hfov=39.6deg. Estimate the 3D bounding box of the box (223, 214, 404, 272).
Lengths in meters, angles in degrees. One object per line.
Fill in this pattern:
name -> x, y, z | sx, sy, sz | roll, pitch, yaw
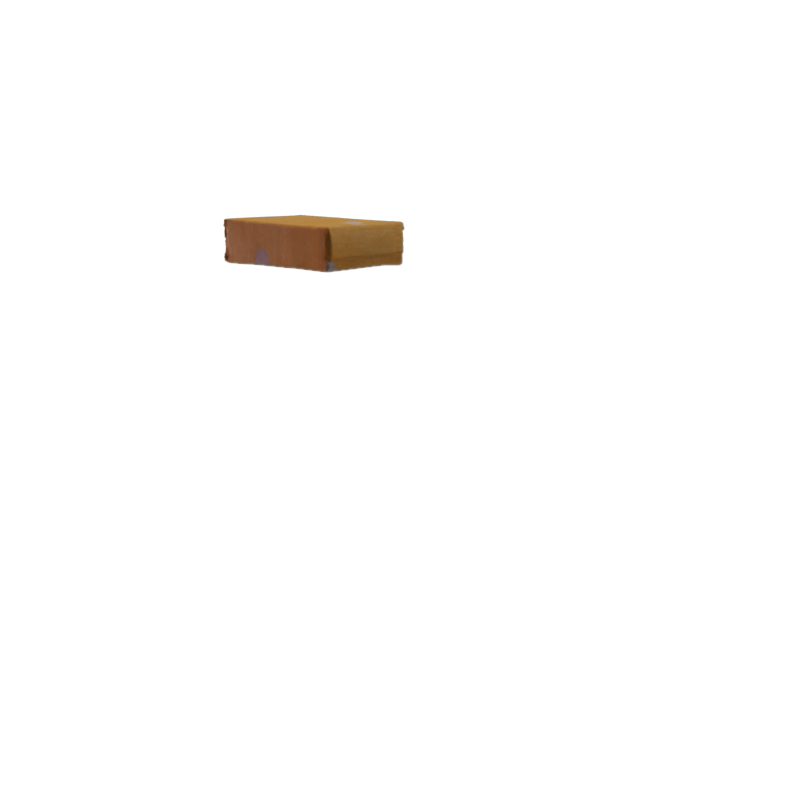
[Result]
box -> -0.067, -0.123, 0.860 | 0.119, 0.038, 0.087 | 8, 12, 39
